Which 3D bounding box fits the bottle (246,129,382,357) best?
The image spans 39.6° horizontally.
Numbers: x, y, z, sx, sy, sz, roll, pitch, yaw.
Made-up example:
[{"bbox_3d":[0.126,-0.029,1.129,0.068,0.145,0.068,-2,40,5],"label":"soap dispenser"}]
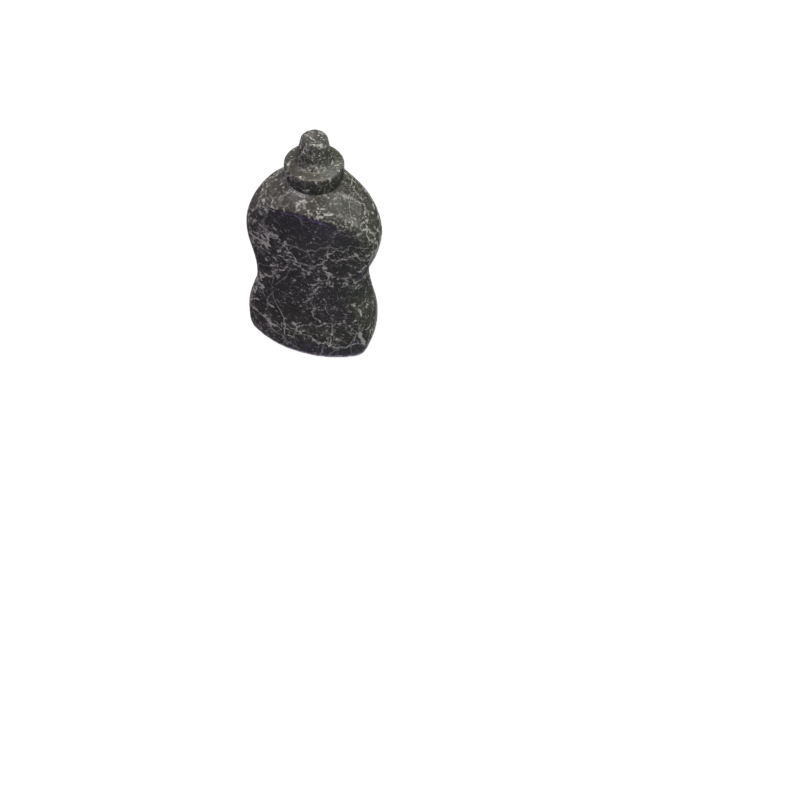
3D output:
[{"bbox_3d":[-0.062,-0.114,0.794,0.099,0.061,0.179,18,-39,12],"label":"bottle"}]
